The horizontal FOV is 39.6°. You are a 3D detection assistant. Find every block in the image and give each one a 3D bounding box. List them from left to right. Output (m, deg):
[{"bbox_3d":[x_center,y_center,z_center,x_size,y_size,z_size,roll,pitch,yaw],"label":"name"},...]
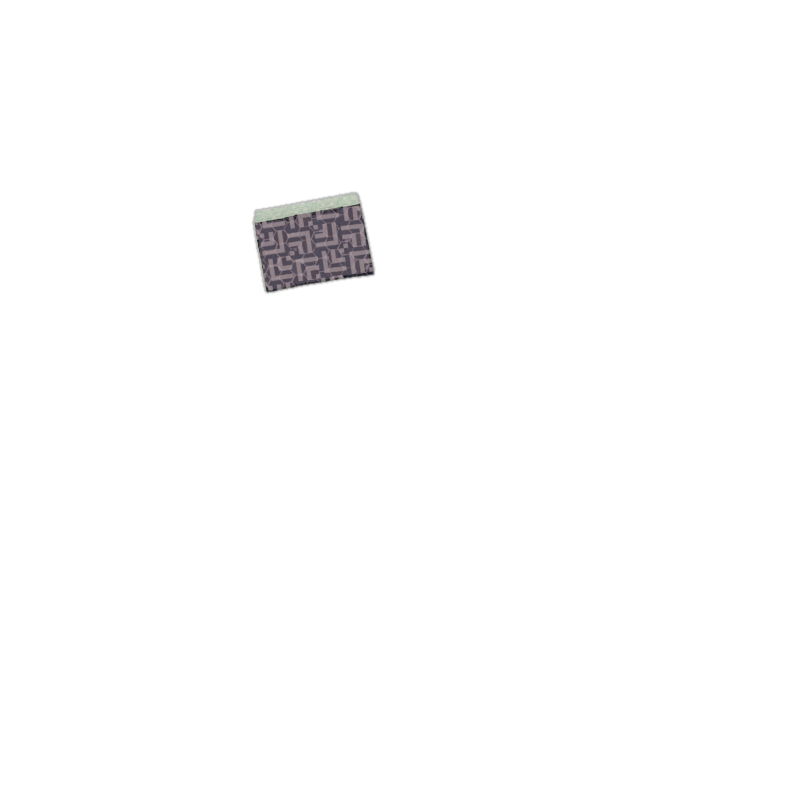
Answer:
[{"bbox_3d":[-0.061,-0.112,0.784,0.078,0.051,0.053,-9,15,1],"label":"block"}]
